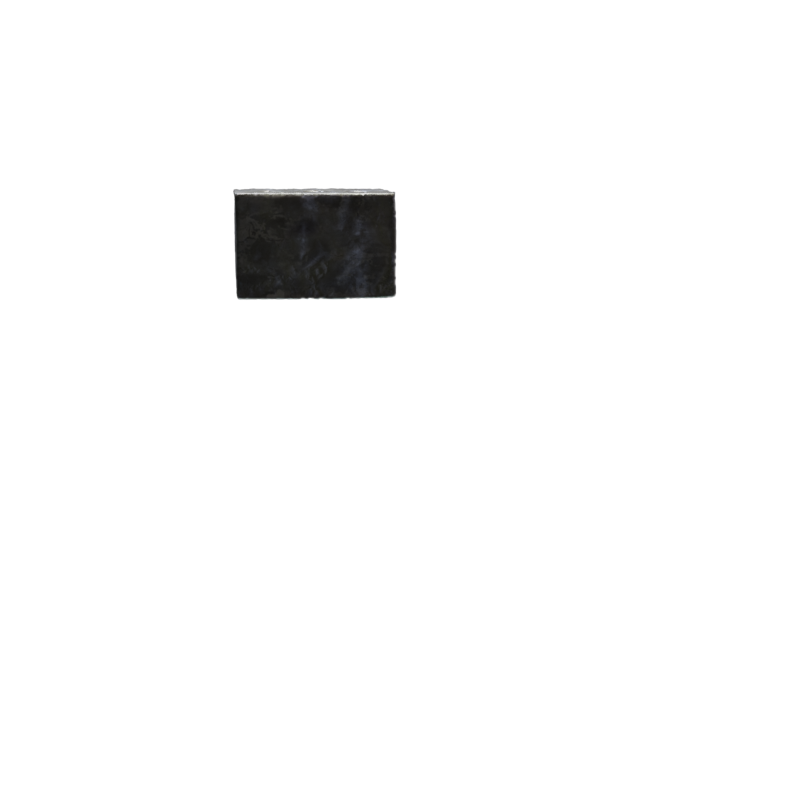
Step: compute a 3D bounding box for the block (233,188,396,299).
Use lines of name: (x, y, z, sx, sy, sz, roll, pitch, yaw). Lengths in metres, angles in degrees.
block: (-0.042, -0.077, 0.542, 0.077, 0.051, 0.054, -1, 8, -6)
